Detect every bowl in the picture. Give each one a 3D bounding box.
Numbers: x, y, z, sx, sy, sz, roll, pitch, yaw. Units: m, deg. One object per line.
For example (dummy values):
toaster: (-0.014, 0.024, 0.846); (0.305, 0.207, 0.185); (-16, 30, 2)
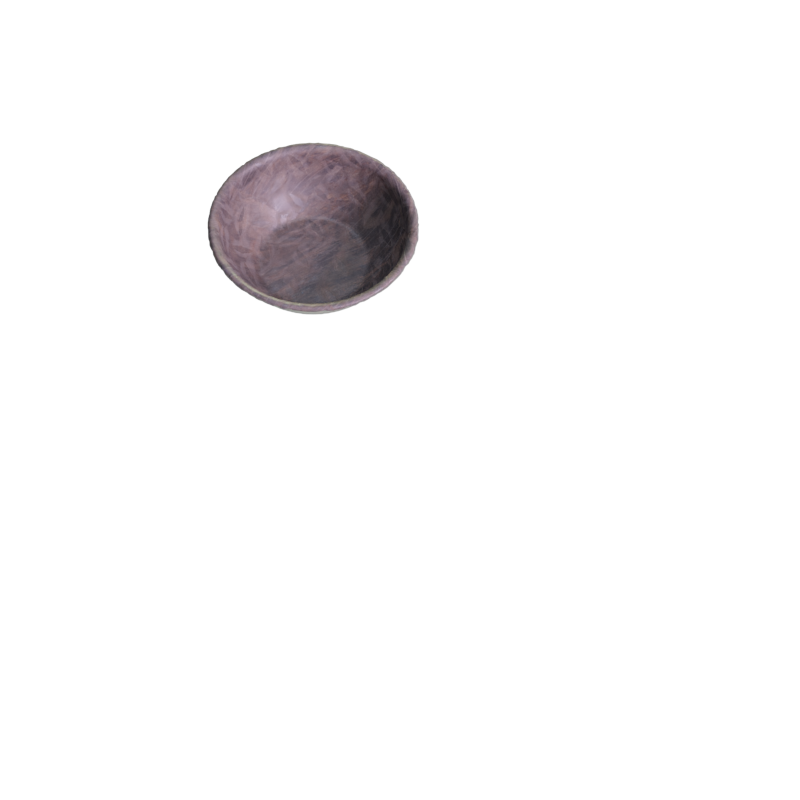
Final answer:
bowl: (-0.068, -0.124, 0.866); (0.162, 0.173, 0.051); (-1, -33, -1)
